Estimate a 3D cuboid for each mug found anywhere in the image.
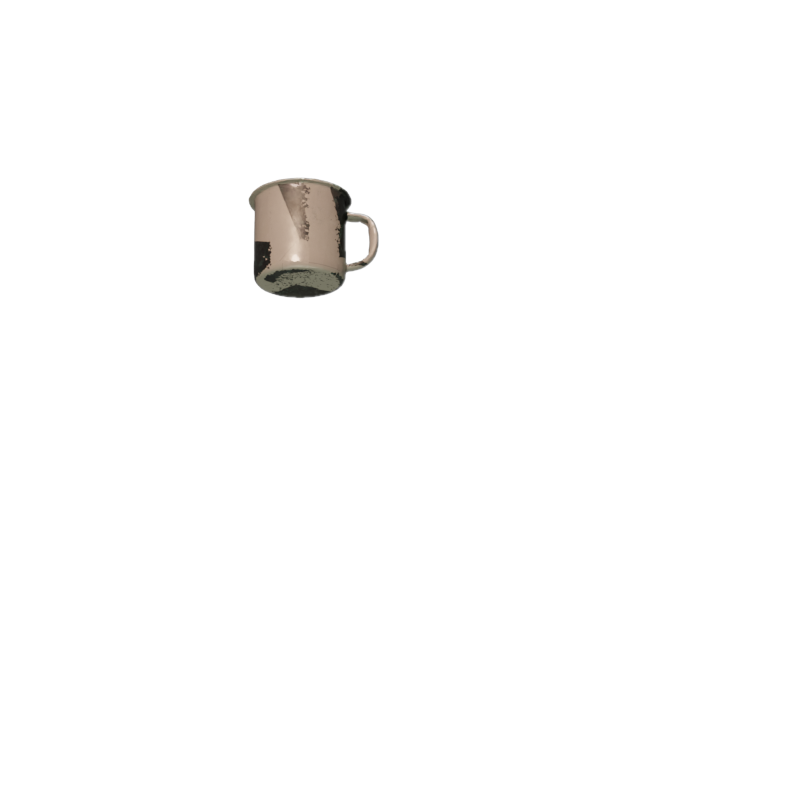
[{"bbox_3d":[-0.077,-0.141,0.990,0.116,0.086,0.090,2,-19,-6],"label":"mug"}]
